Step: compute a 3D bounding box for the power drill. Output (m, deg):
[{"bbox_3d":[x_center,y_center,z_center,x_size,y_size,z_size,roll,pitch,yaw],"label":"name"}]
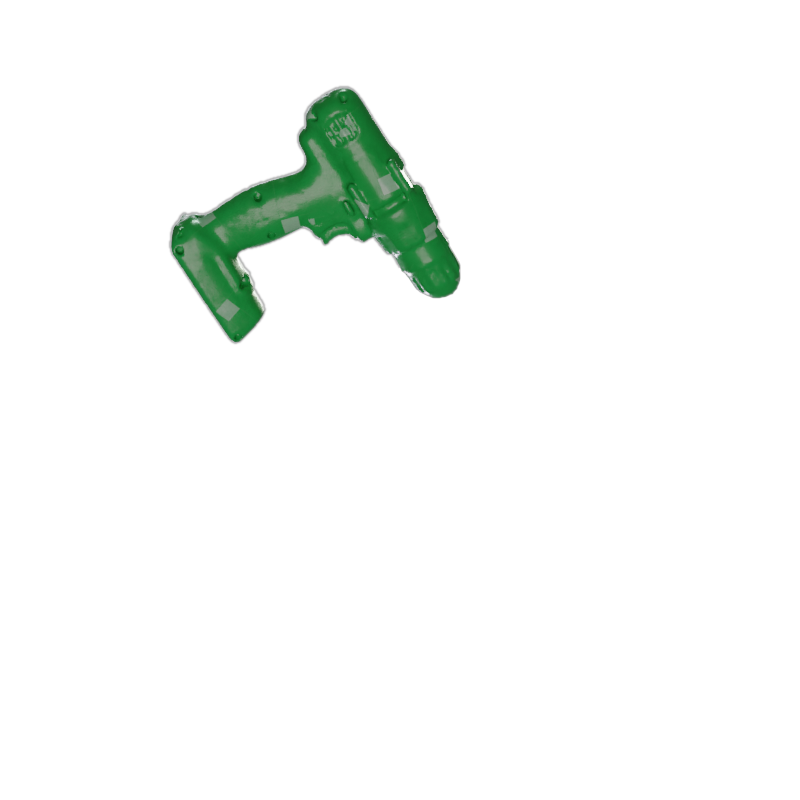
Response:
[{"bbox_3d":[-0.067,-0.122,0.857,0.187,0.178,0.060,-30,14,8],"label":"power drill"}]
